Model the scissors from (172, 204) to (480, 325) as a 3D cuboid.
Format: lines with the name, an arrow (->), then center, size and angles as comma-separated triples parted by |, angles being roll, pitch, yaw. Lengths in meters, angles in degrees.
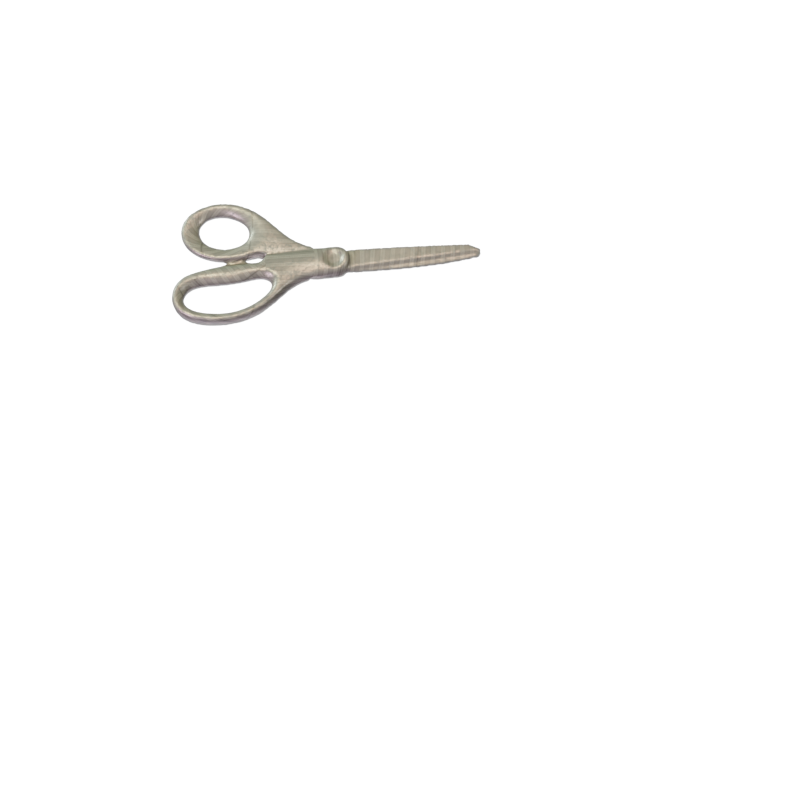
scissors -> -0.058, -0.105, 0.738 | 0.200, 0.103, 0.015 | -19, -27, -10
